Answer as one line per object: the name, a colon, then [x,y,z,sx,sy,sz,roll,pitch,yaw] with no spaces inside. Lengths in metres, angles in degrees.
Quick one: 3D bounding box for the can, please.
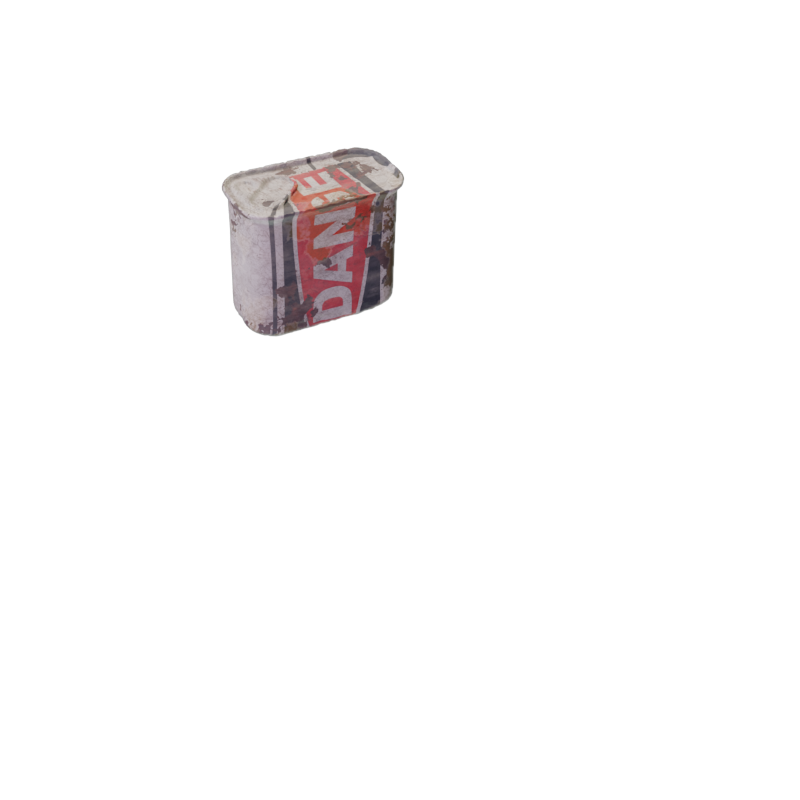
can: [-0.051,-0.093,0.654,0.100,0.078,0.062,-16,39,-22]
